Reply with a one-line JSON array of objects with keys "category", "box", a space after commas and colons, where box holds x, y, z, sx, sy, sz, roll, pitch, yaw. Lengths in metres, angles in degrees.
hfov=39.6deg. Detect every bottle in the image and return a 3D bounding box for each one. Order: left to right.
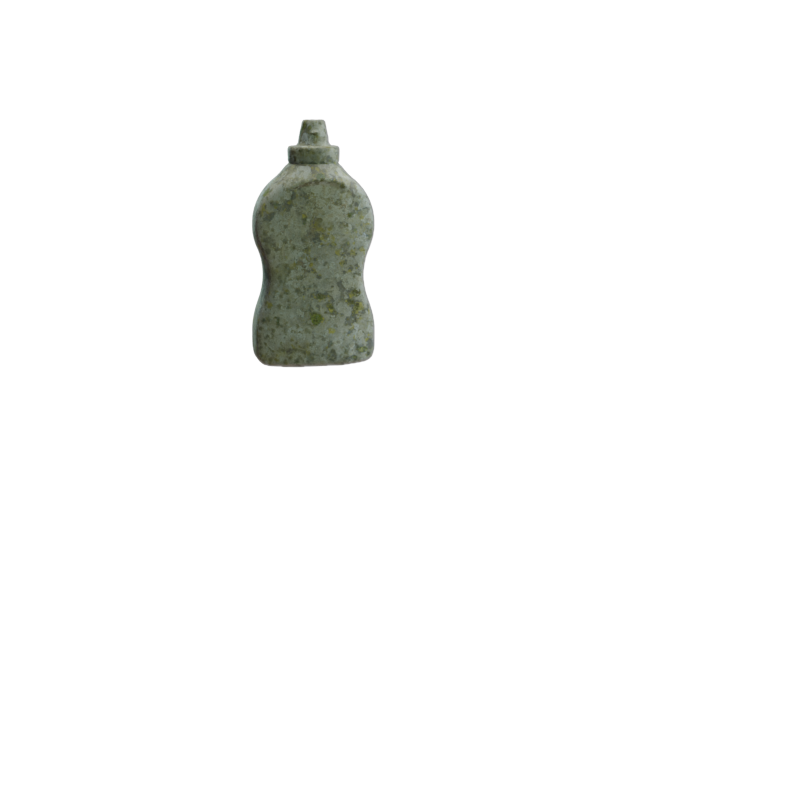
[{"category": "bottle", "box": [-0.068, -0.125, 0.876, 0.095, 0.188, 0.060, -1, 7, -11]}]
